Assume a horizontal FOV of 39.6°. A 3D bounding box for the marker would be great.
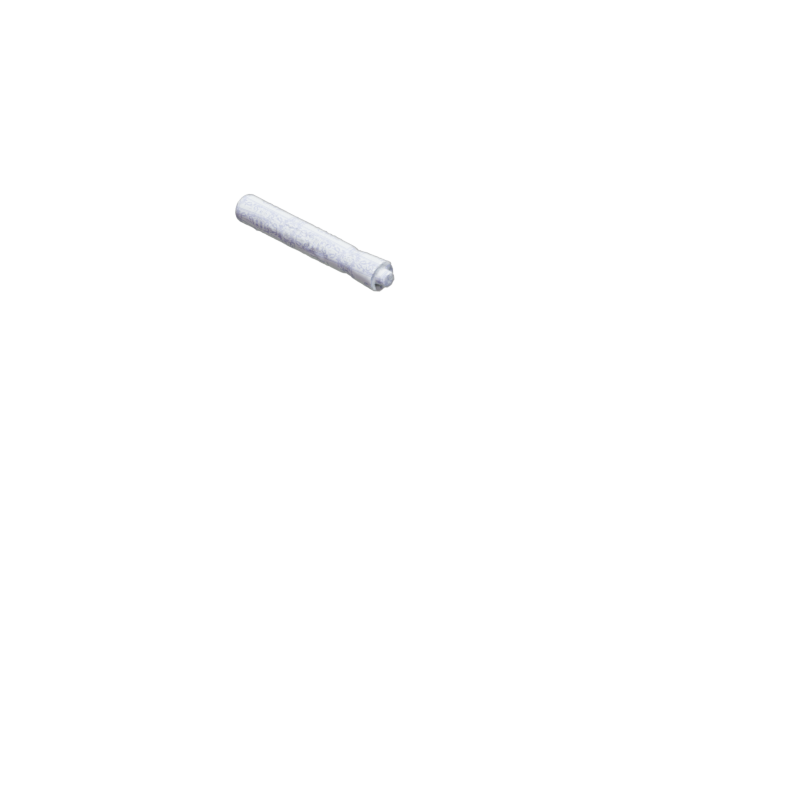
[{"bbox_3d":[-0.051,-0.093,0.652,0.129,0.019,0.019,31,22,36],"label":"marker"}]
